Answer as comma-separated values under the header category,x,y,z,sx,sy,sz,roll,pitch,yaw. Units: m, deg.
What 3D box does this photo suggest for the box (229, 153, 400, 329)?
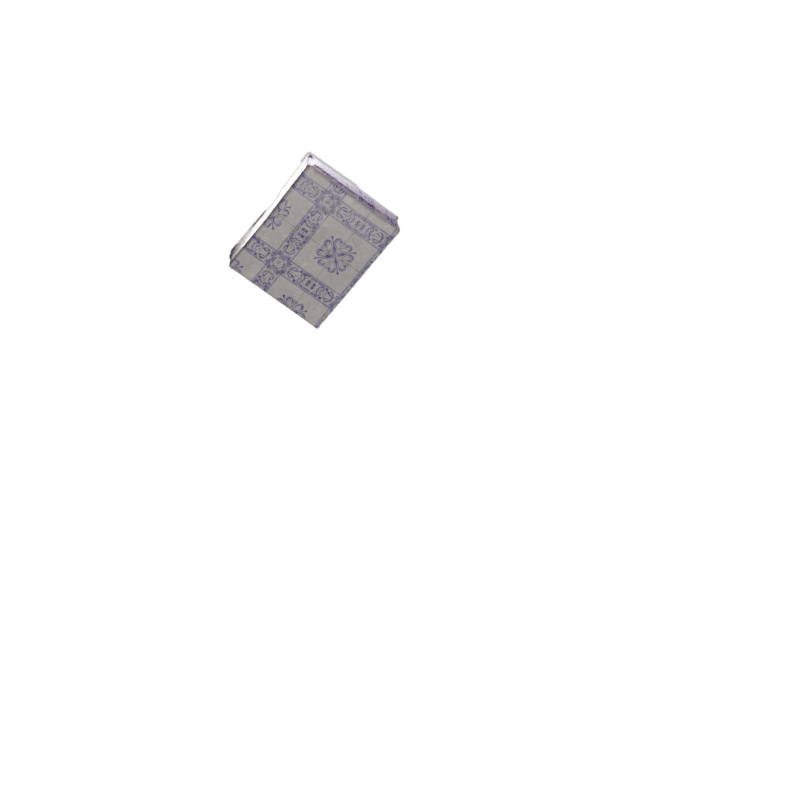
category,x,y,z,sx,sy,sz,roll,pitch,yaw
box,-0.056,-0.101,0.711,0.071,0.088,0.032,36,19,-15
